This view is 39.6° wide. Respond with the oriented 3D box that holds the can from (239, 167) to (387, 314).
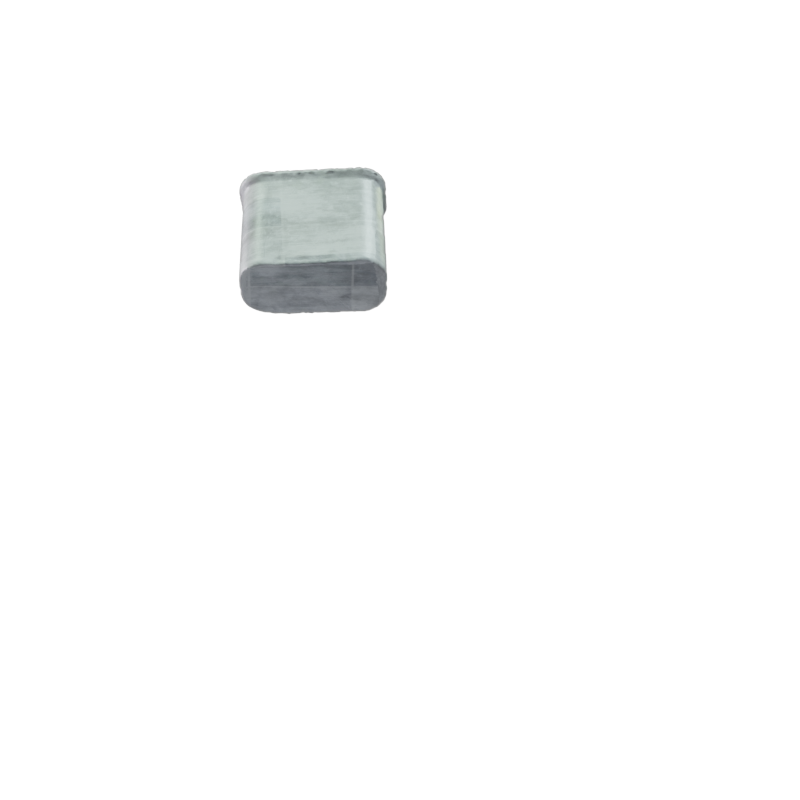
[{"bbox_3d":[-0.058,-0.107,0.749,0.102,0.090,0.053,-3,-39,1],"label":"can"}]
